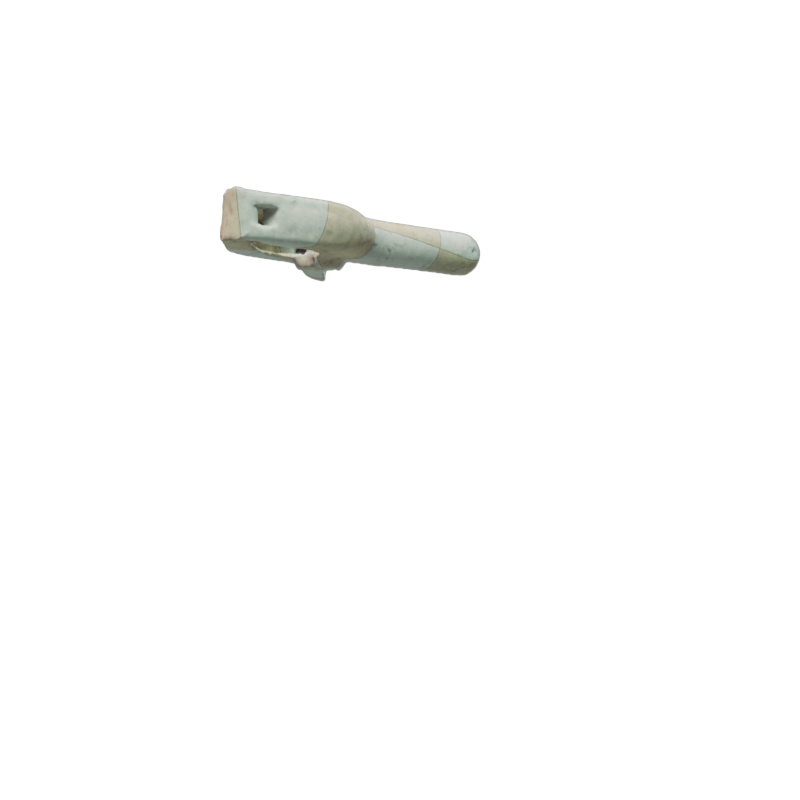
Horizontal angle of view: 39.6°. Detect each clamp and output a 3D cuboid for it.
[{"bbox_3d":[-0.049,-0.089,0.626,0.123,0.040,0.162,-7,-10,41],"label":"clamp"}]
